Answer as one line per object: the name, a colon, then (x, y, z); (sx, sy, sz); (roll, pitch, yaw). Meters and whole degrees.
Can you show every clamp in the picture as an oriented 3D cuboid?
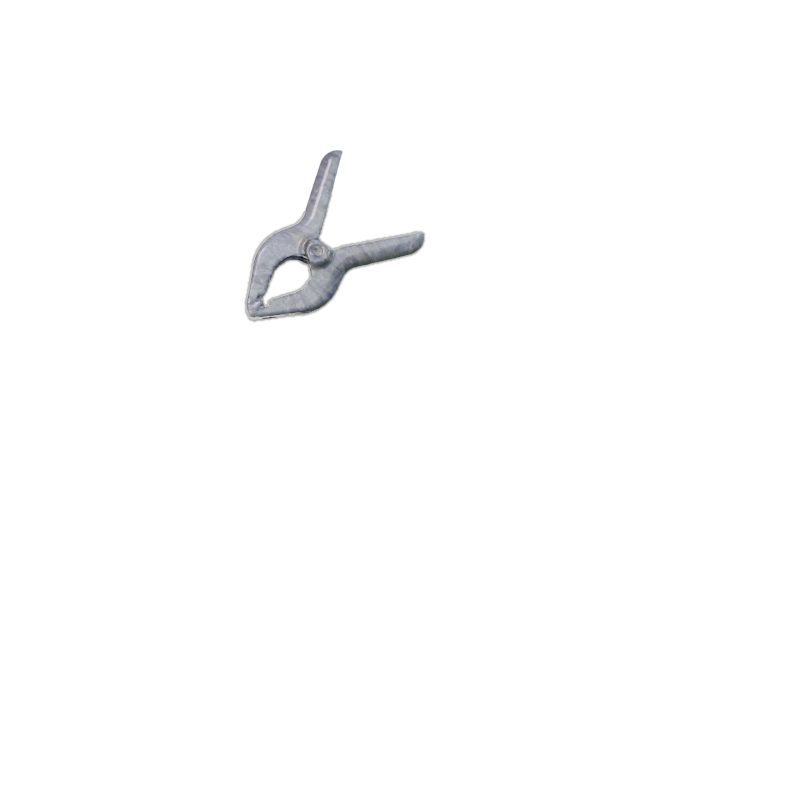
clamp: (-0.078, -0.142, 0.991); (0.172, 0.125, 0.037); (-34, -15, -11)
